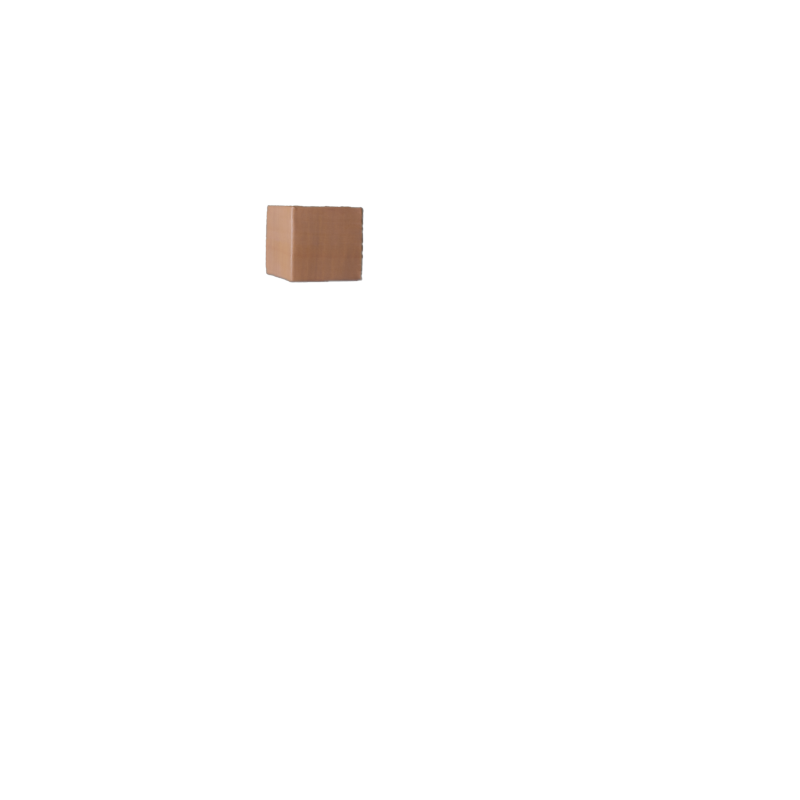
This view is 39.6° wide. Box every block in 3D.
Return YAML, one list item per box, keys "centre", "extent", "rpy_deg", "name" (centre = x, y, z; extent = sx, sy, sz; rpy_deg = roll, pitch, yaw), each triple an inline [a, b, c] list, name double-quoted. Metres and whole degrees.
- centre: [-0.061, -0.111, 0.779]
  extent: [0.052, 0.051, 0.081]
  rpy_deg: [-2, 8, -18]
  name: "block"
